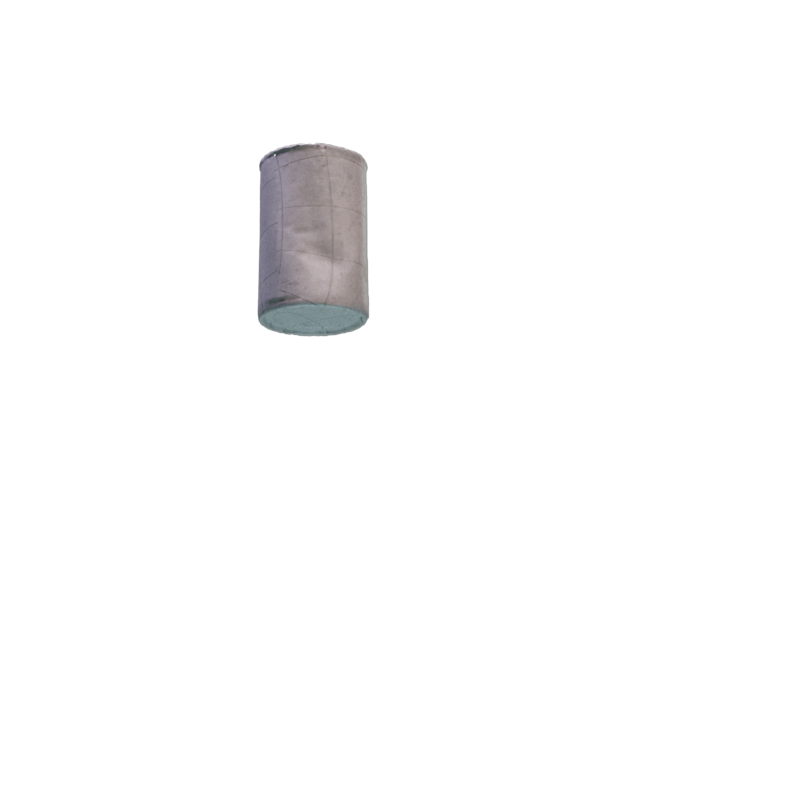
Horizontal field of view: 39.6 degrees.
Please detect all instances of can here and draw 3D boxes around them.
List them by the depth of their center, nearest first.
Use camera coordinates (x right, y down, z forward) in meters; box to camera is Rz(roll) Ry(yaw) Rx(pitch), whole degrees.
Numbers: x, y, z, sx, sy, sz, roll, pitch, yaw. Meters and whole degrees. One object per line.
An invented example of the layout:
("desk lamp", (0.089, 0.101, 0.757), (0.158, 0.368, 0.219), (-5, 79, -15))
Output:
("can", (-0.053, -0.097, 0.676), (0.068, 0.107, 0.066), (0, -18, -2))
